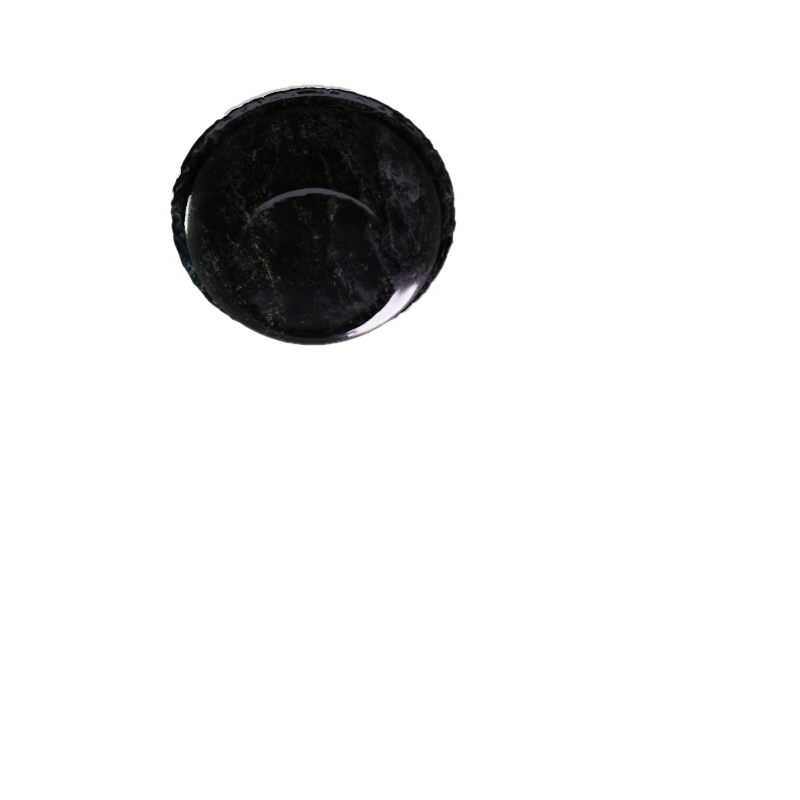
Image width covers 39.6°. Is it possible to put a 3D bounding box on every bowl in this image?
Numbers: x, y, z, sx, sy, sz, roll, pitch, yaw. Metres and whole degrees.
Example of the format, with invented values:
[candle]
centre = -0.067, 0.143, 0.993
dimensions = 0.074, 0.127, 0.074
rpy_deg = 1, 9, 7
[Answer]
[bowl]
centre = -0.047, -0.087, 0.606
dimensions = 0.162, 0.153, 0.058
rpy_deg = 1, 30, -1
